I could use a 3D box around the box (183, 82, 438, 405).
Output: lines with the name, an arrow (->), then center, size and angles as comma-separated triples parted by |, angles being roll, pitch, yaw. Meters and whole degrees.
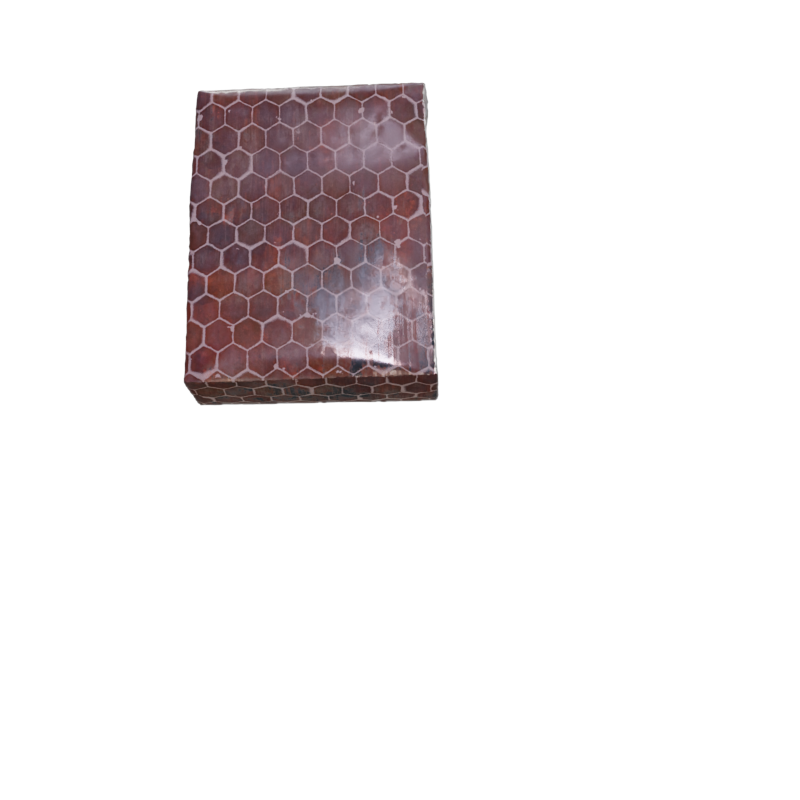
box -> -0.059, -0.108, 0.757 | 0.165, 0.224, 0.068 | -2, -20, 3
